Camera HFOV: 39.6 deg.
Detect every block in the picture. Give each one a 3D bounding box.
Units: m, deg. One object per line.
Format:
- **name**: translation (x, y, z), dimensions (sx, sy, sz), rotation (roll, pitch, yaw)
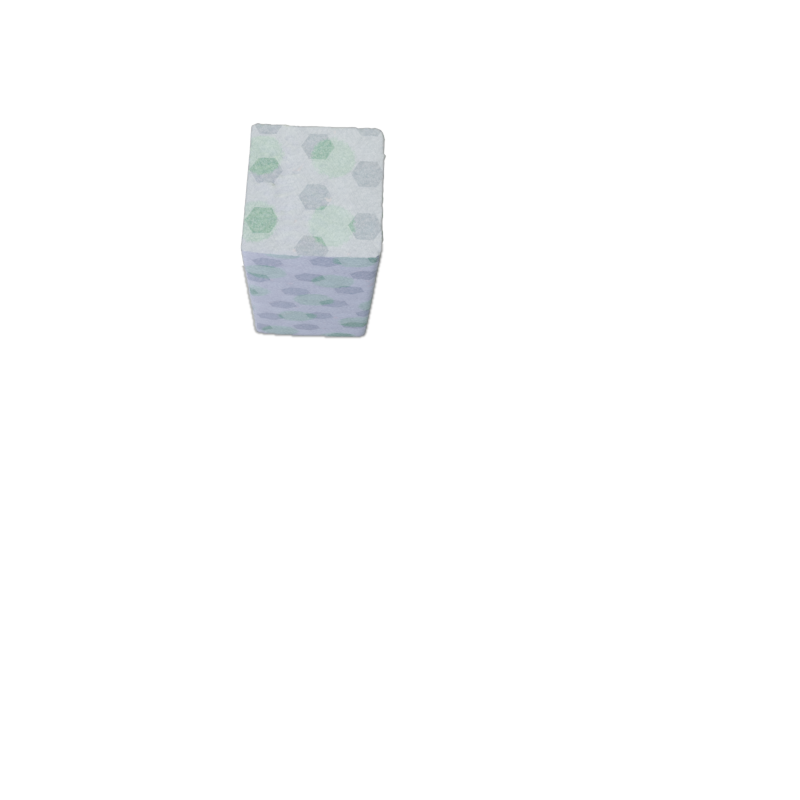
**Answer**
- **block**: translation (-0.062, -0.114, 0.801), dimensions (0.090, 0.094, 0.199), rotation (3, -13, -3)
